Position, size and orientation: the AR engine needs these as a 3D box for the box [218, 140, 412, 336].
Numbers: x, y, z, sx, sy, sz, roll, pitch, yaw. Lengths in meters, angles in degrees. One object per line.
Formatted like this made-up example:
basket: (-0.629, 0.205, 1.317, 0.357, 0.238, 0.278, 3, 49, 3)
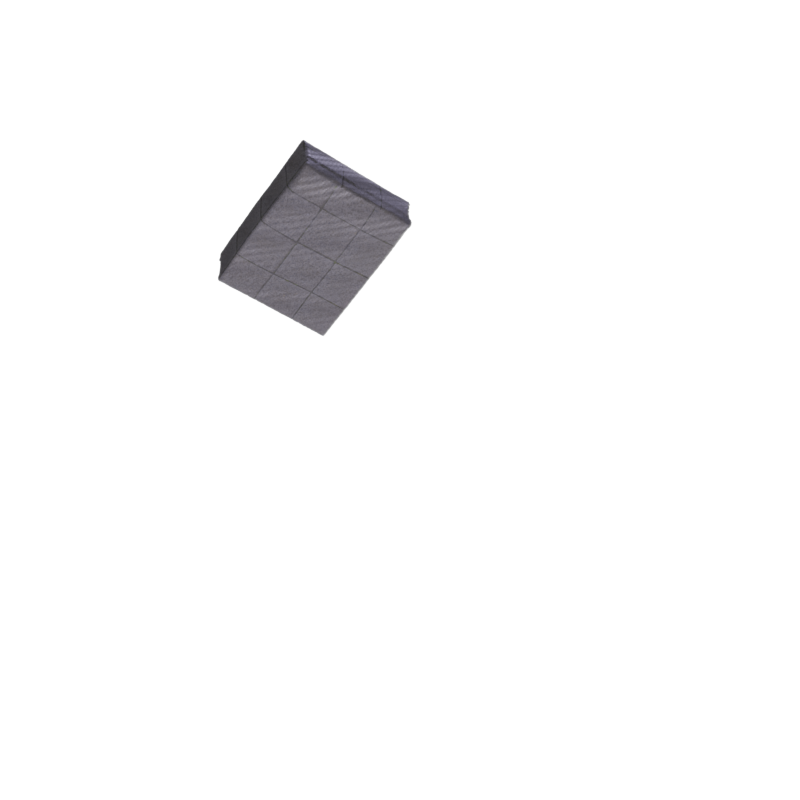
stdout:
box: (-0.060, -0.110, 0.767, 0.086, 0.111, 0.042, 30, 30, -20)
